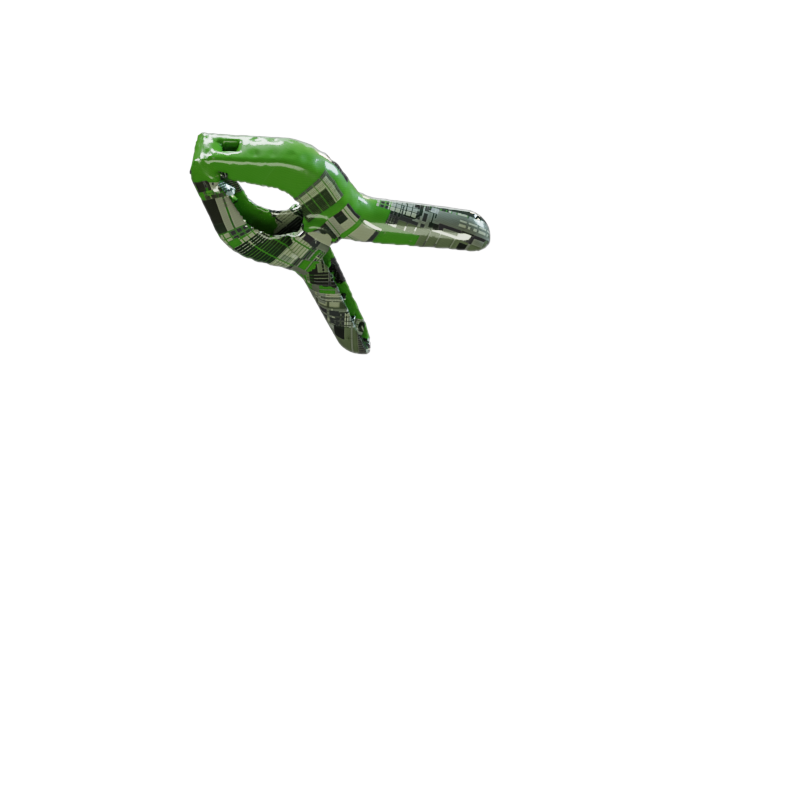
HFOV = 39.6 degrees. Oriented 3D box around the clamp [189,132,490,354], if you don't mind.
[{"bbox_3d":[-0.049,-0.090,0.629,0.166,0.116,0.042,25,31,-16],"label":"clamp"}]
